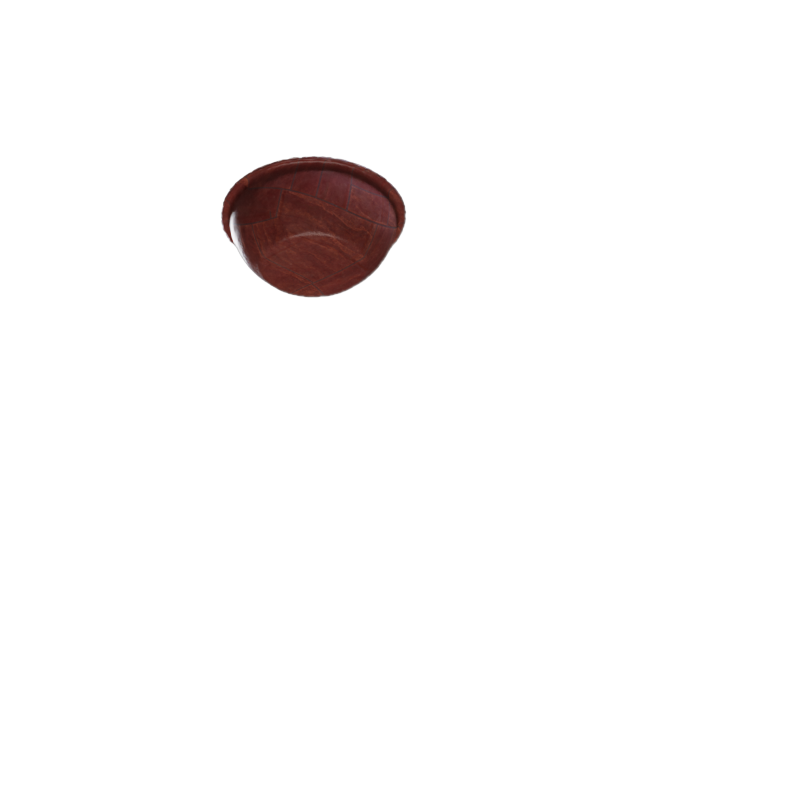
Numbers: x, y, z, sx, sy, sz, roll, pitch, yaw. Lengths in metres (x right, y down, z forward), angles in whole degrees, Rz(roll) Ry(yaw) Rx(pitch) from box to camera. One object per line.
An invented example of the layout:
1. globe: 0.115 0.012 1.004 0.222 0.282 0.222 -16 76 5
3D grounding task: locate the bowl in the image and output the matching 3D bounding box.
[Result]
1. bowl: -0.074 -0.136 0.951 0.162 0.059 0.152 1 -33 -2
